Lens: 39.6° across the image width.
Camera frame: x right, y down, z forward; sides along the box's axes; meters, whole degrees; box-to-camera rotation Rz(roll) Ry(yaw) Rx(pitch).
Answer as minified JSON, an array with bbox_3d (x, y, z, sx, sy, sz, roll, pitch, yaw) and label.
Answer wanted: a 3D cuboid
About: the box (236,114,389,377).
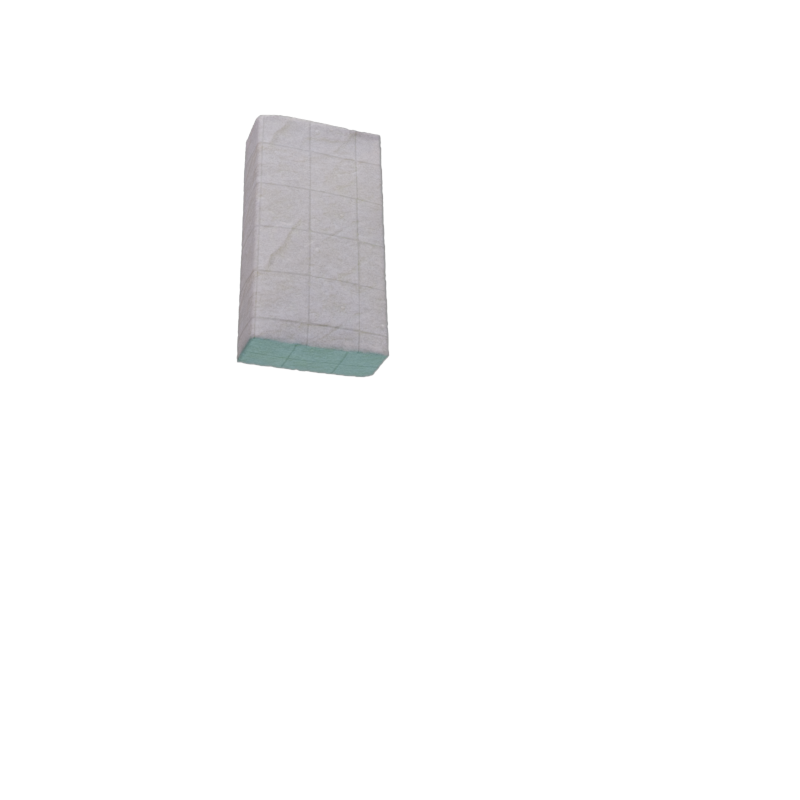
[{"bbox_3d":[-0.058,-0.106,0.745,0.091,0.187,0.046,7,-29,-17],"label":"box"}]
